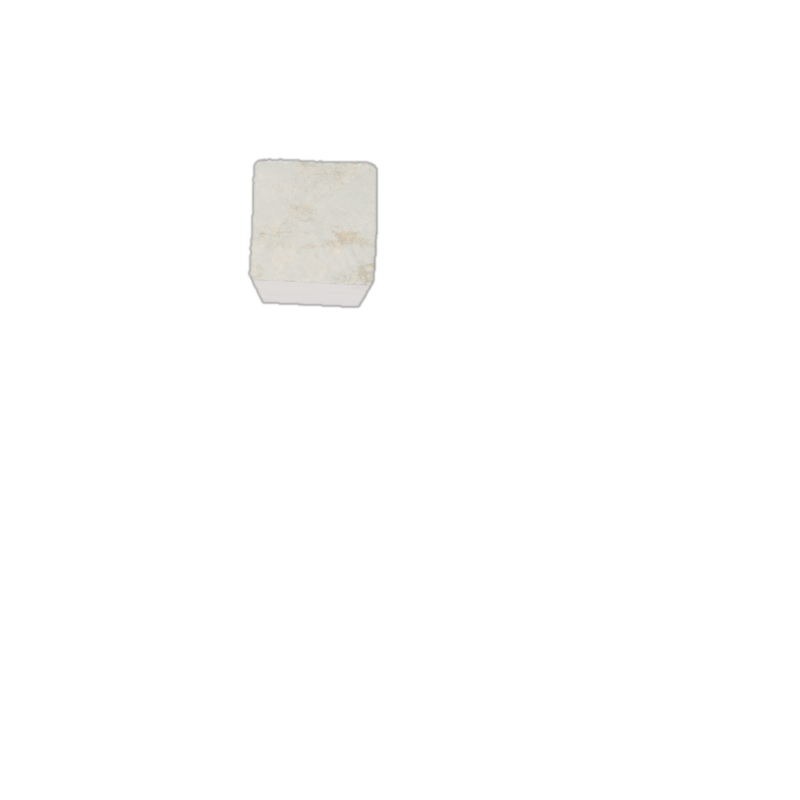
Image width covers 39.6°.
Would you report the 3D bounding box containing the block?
[{"bbox_3d":[-0.069,-0.128,0.890,0.090,0.091,0.205,2,-1,-4],"label":"block"}]
